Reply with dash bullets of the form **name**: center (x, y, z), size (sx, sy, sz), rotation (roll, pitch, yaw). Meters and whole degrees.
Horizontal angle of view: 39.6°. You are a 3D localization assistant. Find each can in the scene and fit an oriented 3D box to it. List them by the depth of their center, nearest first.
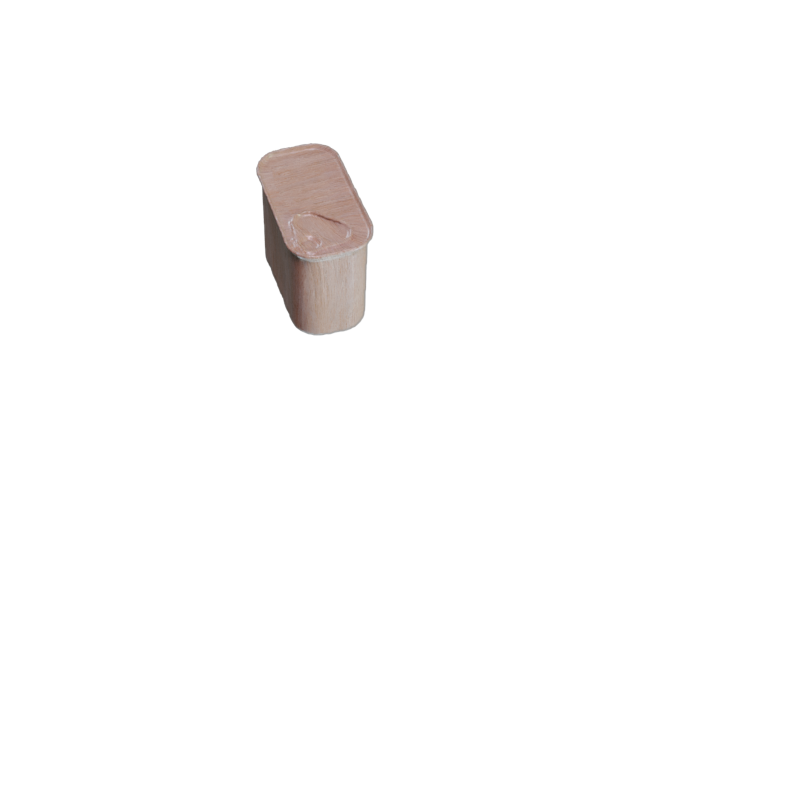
- **can**: center (-0.058, -0.105, 0.739), size (0.057, 0.110, 0.078), rotation (-13, -38, -14)
